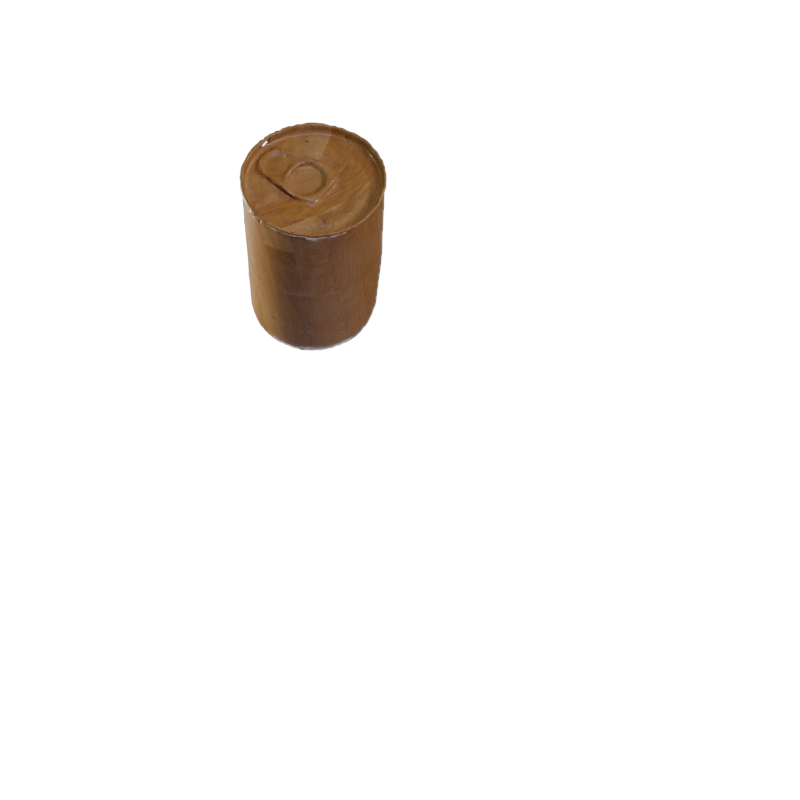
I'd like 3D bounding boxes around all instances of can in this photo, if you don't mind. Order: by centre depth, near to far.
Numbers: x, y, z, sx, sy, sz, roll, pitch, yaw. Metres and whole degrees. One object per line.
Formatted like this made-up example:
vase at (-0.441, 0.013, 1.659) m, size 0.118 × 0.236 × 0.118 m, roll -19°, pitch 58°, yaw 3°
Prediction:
can at (-0.043, -0.079, 0.551) m, size 0.068 × 0.073 × 0.096 m, roll 0°, pitch -32°, yaw -3°
